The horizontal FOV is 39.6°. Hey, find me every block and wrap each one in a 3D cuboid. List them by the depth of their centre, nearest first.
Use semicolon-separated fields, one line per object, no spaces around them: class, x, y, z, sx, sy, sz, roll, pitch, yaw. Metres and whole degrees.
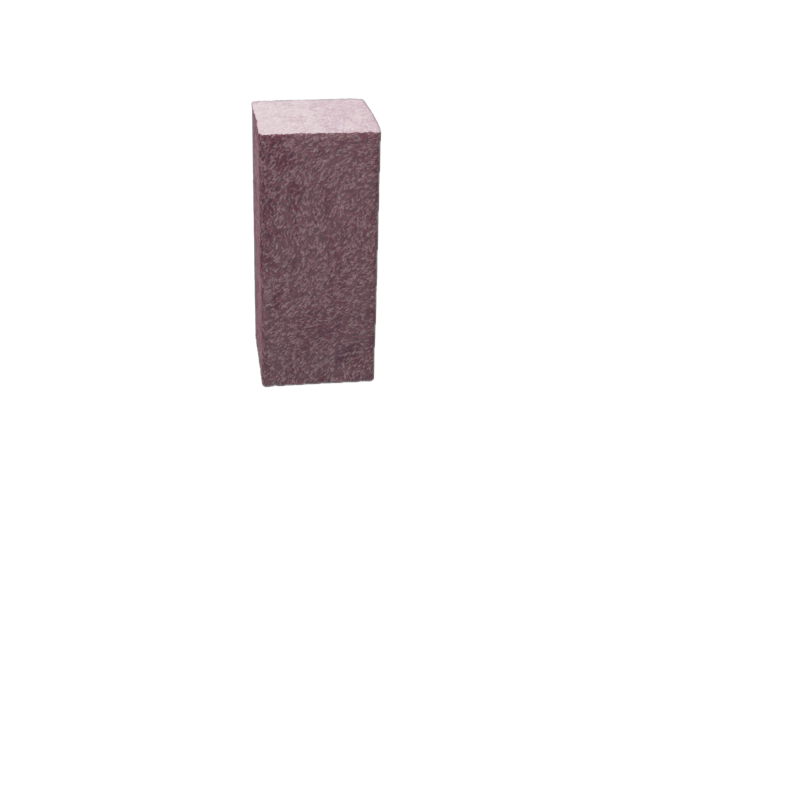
block;-0.068;-0.124;0.869;0.090;0.195;0.096;-2;26;-9
